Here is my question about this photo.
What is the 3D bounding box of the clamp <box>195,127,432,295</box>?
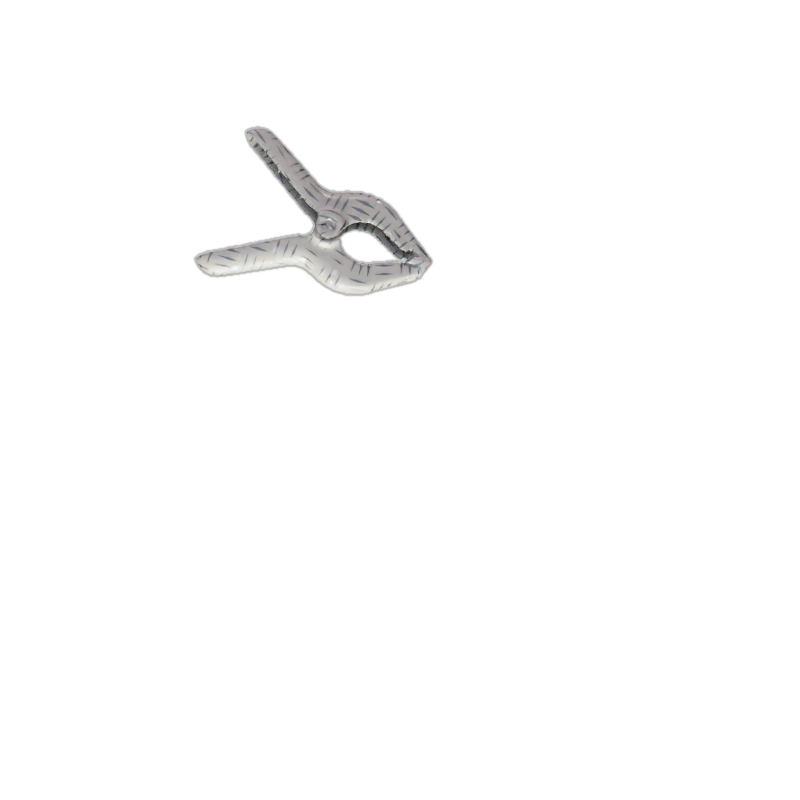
[{"bbox_3d":[-0.065,-0.119,0.831,0.173,0.122,0.038,28,-9,5],"label":"clamp"}]
